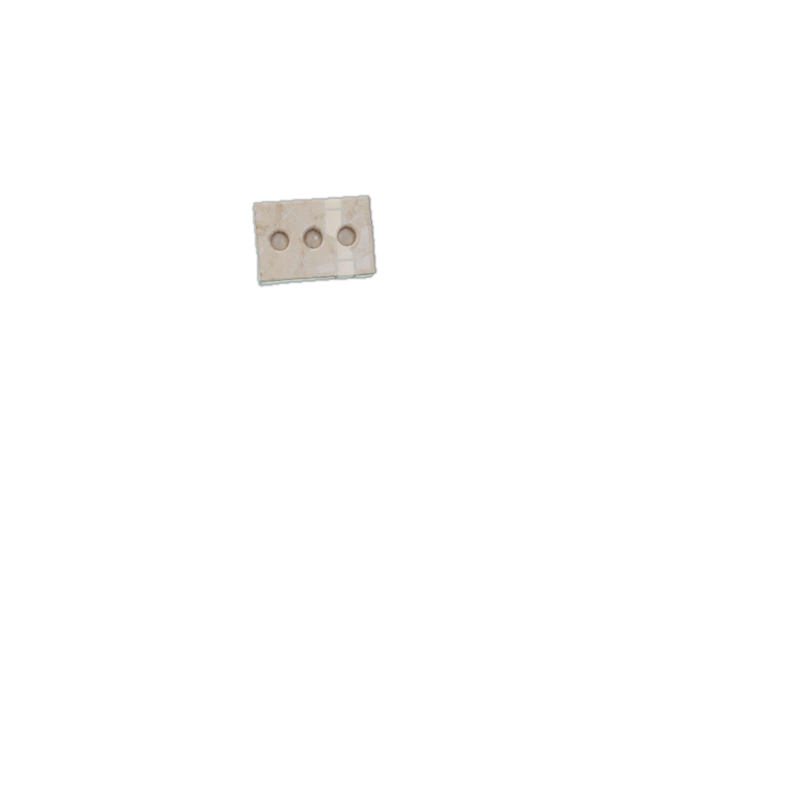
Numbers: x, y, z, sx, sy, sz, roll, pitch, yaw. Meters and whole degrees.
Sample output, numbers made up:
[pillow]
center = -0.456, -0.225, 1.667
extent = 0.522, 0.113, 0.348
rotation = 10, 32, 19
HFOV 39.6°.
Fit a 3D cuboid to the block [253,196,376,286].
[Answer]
[block]
center = -0.058, -0.106, 0.740
extent = 0.078, 0.053, 0.051
rotation = -5, 0, -2
